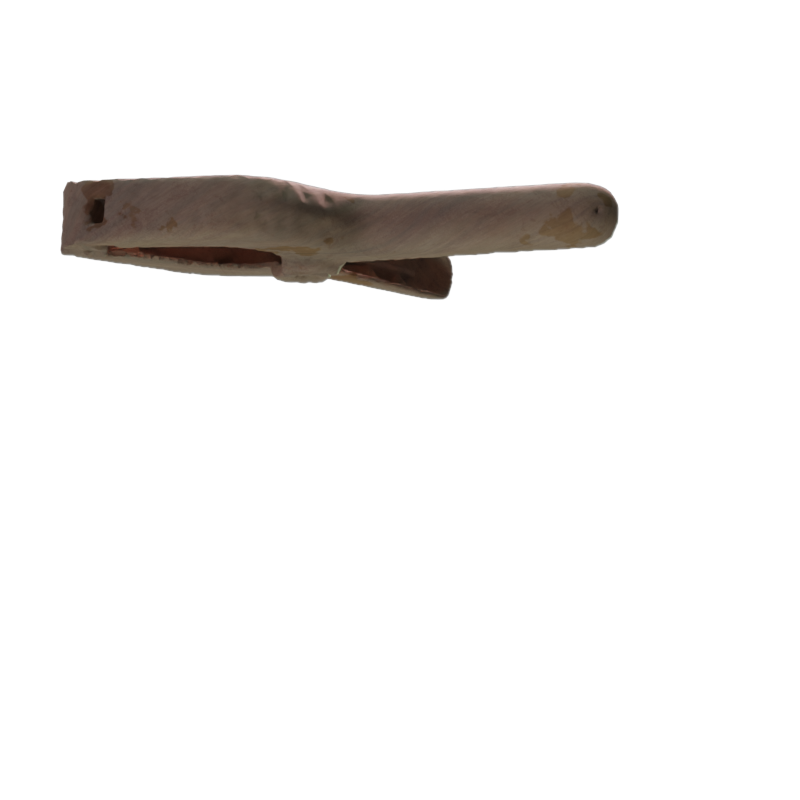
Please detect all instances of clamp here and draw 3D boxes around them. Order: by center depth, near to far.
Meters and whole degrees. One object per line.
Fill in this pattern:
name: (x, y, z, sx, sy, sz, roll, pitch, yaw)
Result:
clamp: (-0.037, -0.068, 0.477, 0.207, 0.037, 0.164, 1, -5, -12)
